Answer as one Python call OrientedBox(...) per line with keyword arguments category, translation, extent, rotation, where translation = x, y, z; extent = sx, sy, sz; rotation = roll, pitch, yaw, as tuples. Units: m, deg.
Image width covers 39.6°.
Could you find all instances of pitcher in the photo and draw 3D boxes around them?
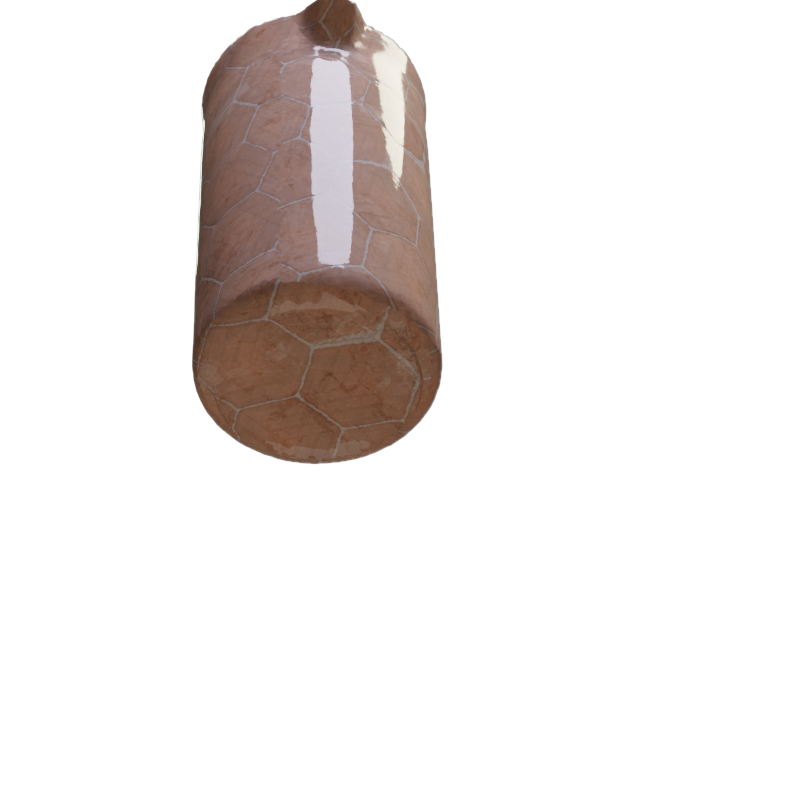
OrientedBox(category="pitcher", translation=(-0.045, -0.082, 0.572), extent=(0.145, 0.261, 0.139), rotation=(-28, -53, 19))
